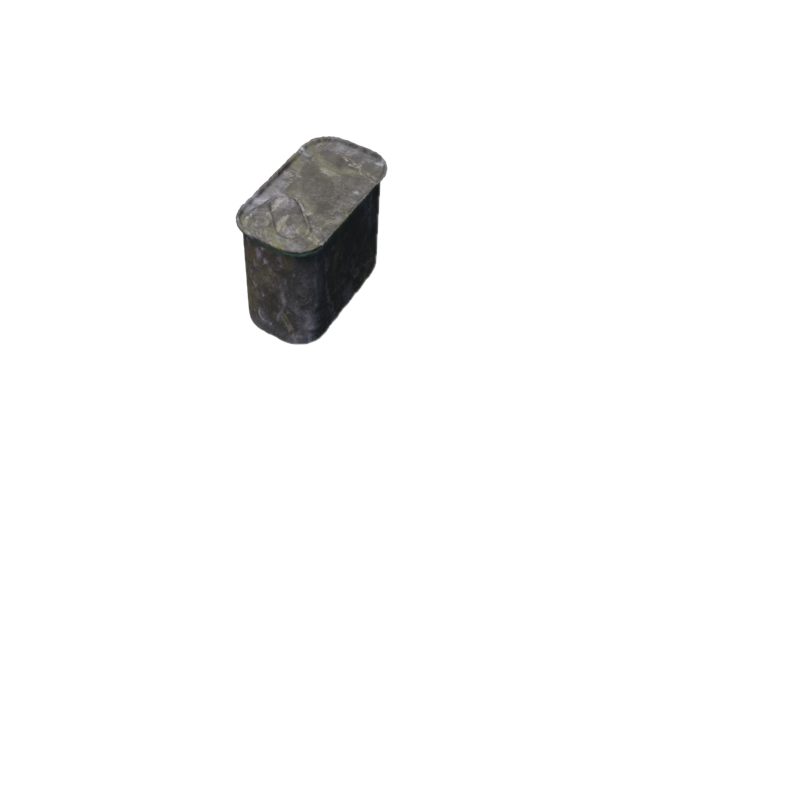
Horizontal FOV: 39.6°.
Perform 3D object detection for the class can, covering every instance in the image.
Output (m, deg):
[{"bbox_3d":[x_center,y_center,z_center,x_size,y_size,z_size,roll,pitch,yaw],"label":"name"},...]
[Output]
[{"bbox_3d":[-0.053,-0.096,0.675,0.060,0.078,0.105,23,51,18],"label":"can"}]
